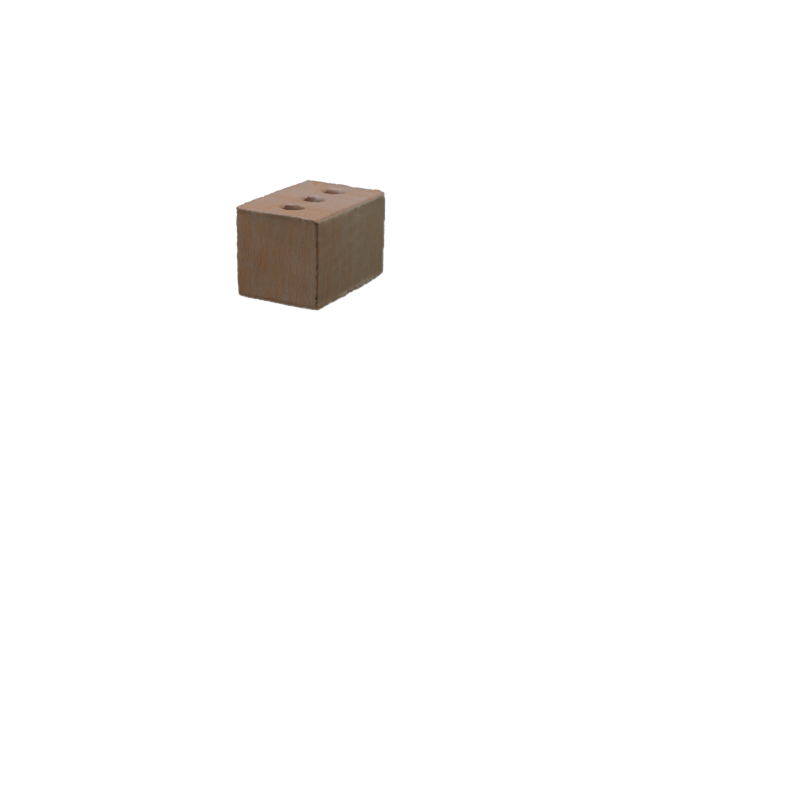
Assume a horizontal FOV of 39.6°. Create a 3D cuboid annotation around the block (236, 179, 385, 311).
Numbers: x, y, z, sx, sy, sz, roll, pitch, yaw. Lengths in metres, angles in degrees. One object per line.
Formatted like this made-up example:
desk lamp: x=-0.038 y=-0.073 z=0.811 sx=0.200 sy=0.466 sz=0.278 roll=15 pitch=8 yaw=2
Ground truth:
block: x=-0.048 y=-0.088 z=0.617 sx=0.055 sy=0.049 sz=0.078 roll=11 pitch=24 yaw=25
